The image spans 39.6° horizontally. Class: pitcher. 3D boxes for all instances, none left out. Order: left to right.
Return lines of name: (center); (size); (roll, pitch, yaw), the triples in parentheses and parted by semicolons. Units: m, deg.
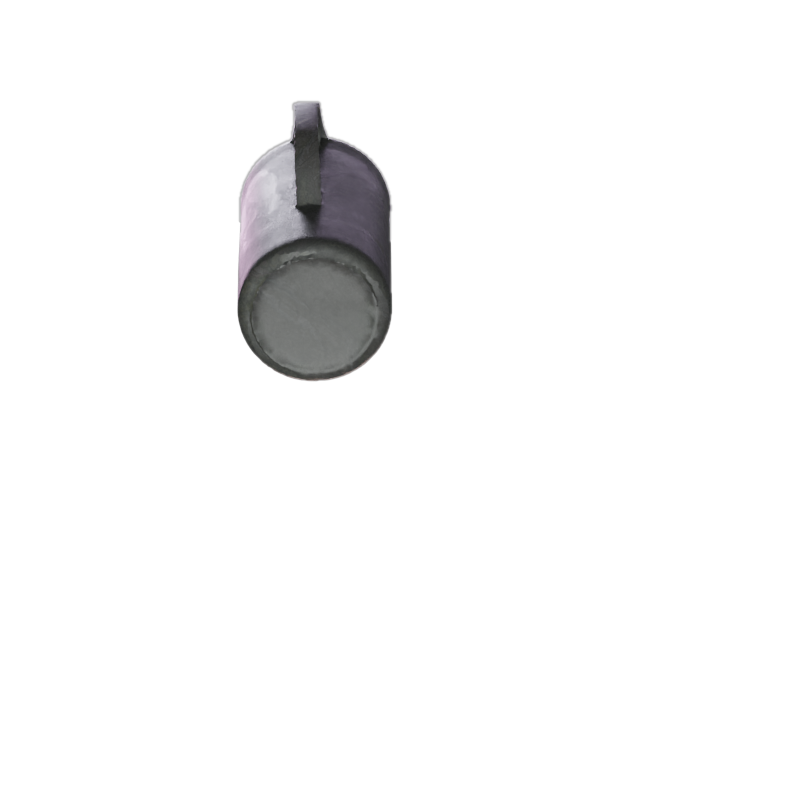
pitcher: (-0.068, -0.124, 0.870); (0.143, 0.143, 0.256); (40, 17, -19)
